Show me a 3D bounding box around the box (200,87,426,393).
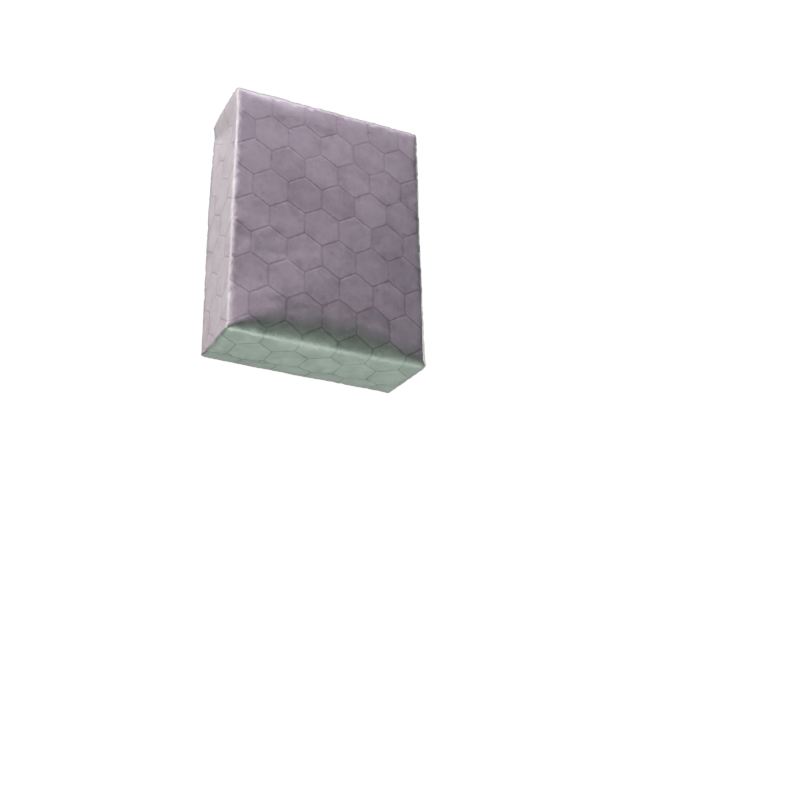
[{"bbox_3d":[-0.069,-0.126,0.881,0.158,0.227,0.070,10,-30,-23],"label":"box"}]
